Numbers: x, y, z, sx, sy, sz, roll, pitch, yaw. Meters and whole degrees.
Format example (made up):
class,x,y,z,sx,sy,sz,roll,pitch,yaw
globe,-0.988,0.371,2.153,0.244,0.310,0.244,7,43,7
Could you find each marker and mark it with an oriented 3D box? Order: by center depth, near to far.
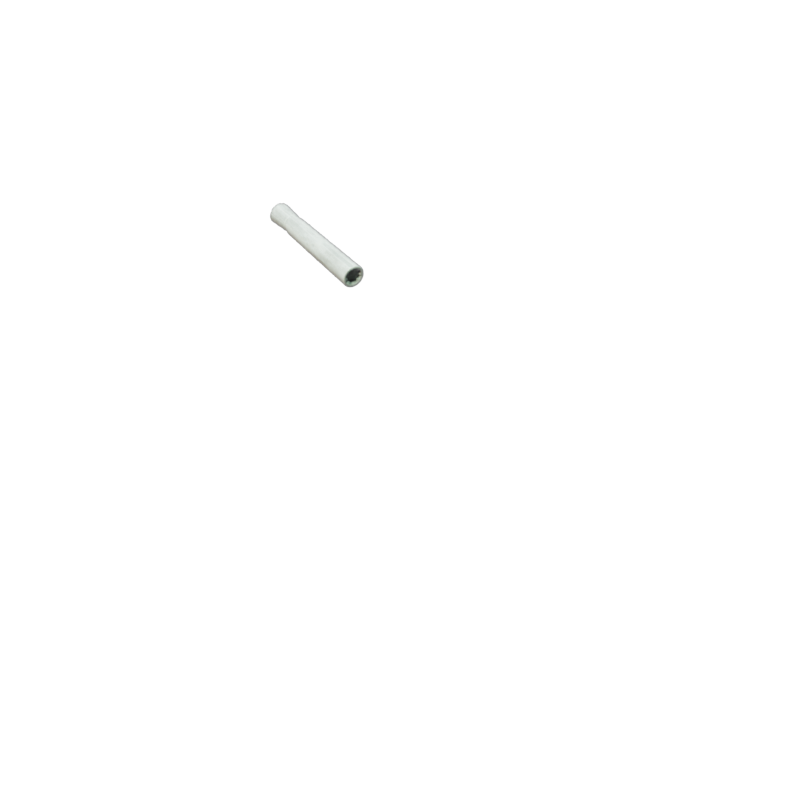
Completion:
class,x,y,z,sx,sy,sz,roll,pitch,yaw
marker,-0.069,-0.127,0.886,0.019,0.019,0.131,-3,32,-36
